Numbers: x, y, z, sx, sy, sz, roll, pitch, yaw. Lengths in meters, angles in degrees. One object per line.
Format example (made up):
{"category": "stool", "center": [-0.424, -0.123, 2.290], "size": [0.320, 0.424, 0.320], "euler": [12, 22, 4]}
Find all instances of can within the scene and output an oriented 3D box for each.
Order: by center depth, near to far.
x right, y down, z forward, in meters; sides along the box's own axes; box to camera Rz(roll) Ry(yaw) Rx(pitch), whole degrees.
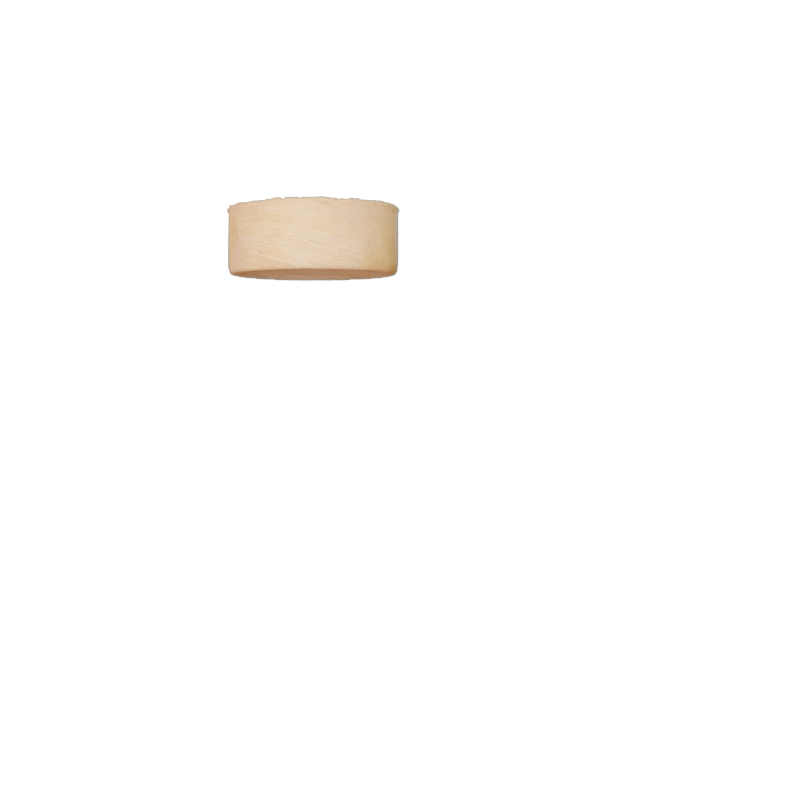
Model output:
{"category": "can", "center": [-0.043, -0.079, 0.550], "size": [0.086, 0.034, 0.086], "euler": [0, 1, -2]}
